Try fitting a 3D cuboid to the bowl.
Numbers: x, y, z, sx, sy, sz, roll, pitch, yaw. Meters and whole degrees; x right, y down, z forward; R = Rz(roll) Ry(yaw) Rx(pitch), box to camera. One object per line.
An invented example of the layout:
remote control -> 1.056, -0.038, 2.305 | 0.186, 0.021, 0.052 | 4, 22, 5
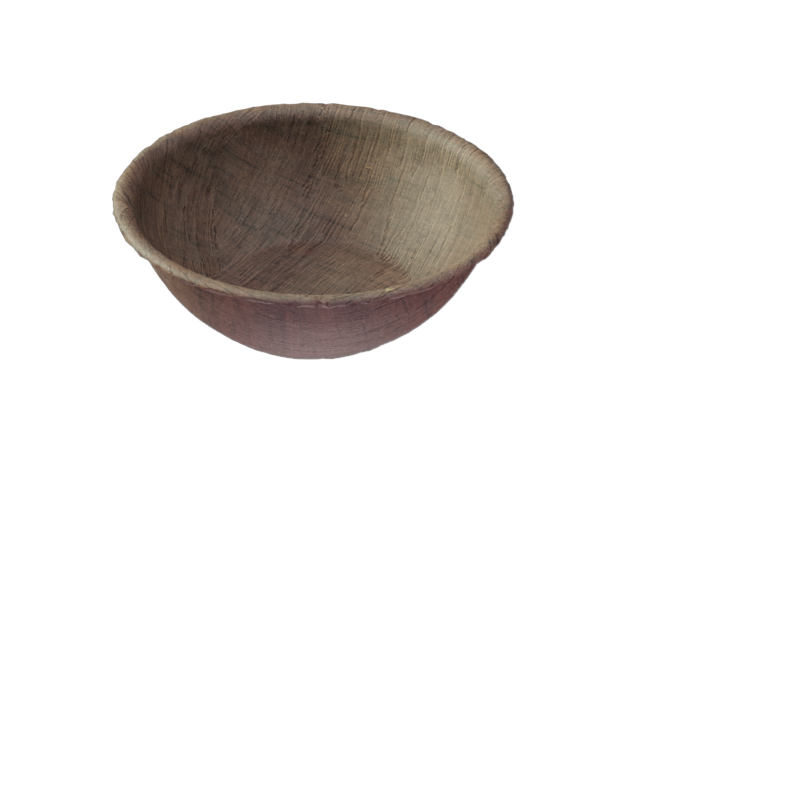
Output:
bowl -> -0.036, -0.066, 0.463 | 0.162, 0.051, 0.173 | -1, 37, -2
